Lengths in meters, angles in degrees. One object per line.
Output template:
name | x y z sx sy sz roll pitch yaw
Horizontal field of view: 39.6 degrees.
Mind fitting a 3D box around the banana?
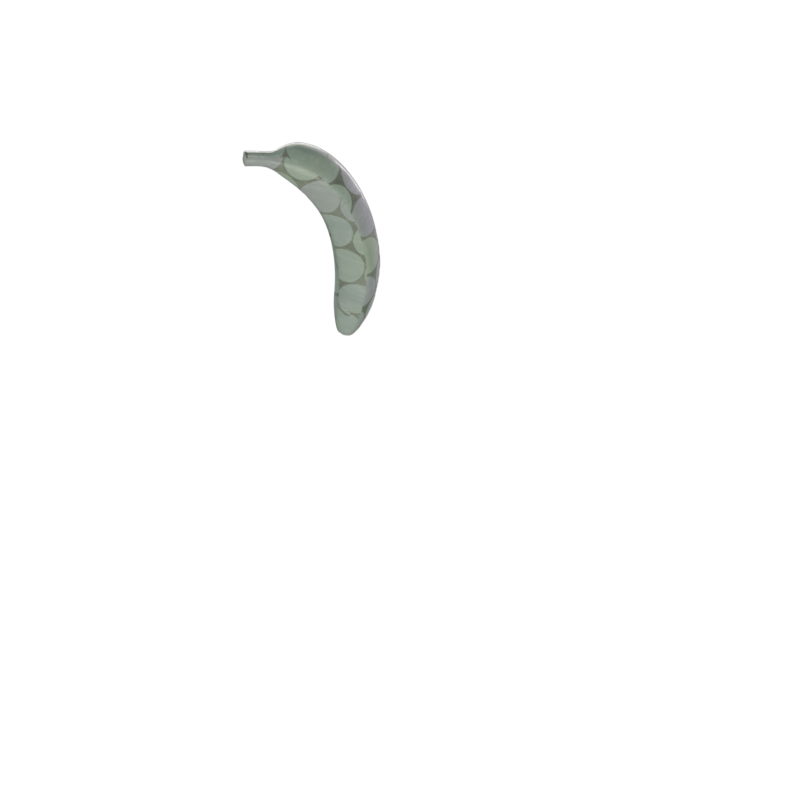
banana | -0.054 -0.135 0.880 0.070 0.184 0.039 -19 35 13
